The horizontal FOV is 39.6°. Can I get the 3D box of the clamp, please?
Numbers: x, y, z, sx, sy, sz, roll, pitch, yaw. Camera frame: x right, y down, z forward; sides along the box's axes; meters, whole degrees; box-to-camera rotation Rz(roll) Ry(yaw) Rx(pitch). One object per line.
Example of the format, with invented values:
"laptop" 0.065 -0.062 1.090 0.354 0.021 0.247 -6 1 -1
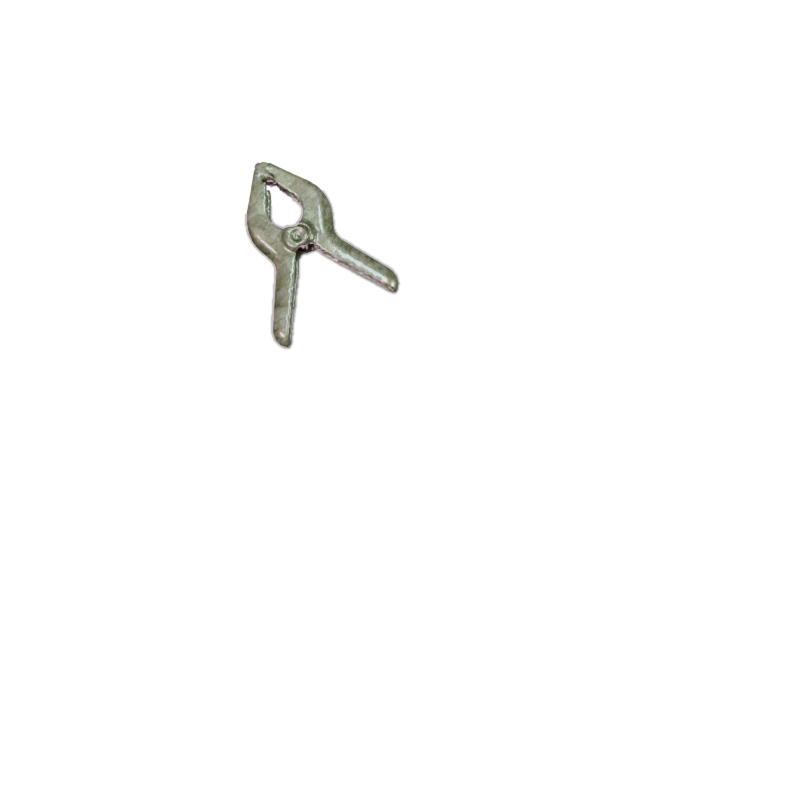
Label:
"clamp" -0.078 -0.143 0.999 0.120 0.178 0.038 -18 -15 -5
